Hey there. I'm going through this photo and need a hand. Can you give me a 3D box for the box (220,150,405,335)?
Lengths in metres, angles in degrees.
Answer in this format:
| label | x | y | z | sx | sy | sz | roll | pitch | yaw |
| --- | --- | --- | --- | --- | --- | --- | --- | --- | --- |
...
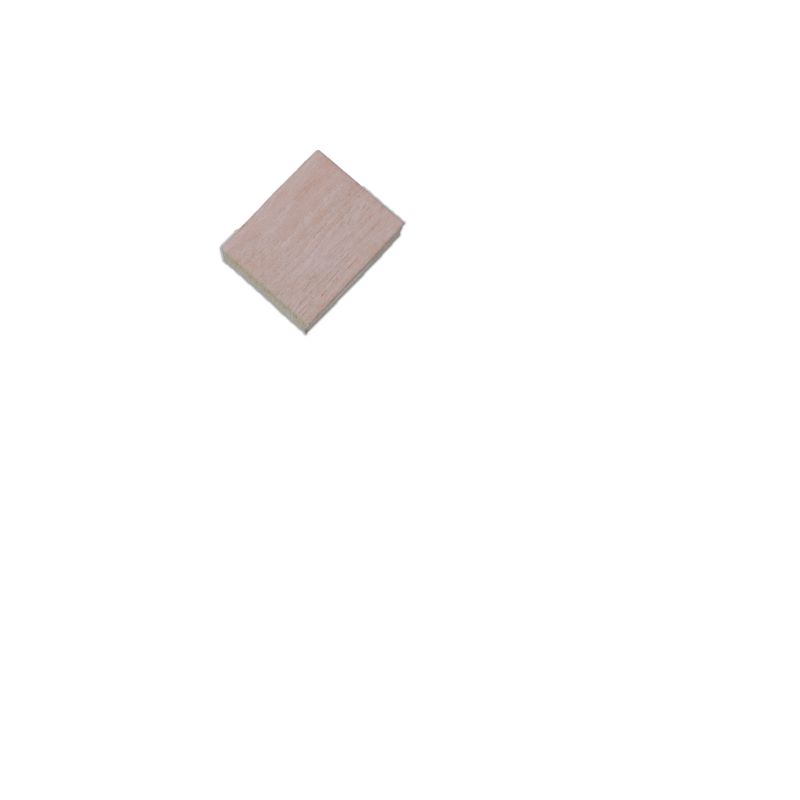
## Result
| label | x | y | z | sx | sy | sz | roll | pitch | yaw |
| --- | --- | --- | --- | --- | --- | --- | --- | --- | --- |
| box | -0.066 | -0.121 | 0.846 | 0.092 | 0.115 | 0.037 | 40 | -12 | 10 |
